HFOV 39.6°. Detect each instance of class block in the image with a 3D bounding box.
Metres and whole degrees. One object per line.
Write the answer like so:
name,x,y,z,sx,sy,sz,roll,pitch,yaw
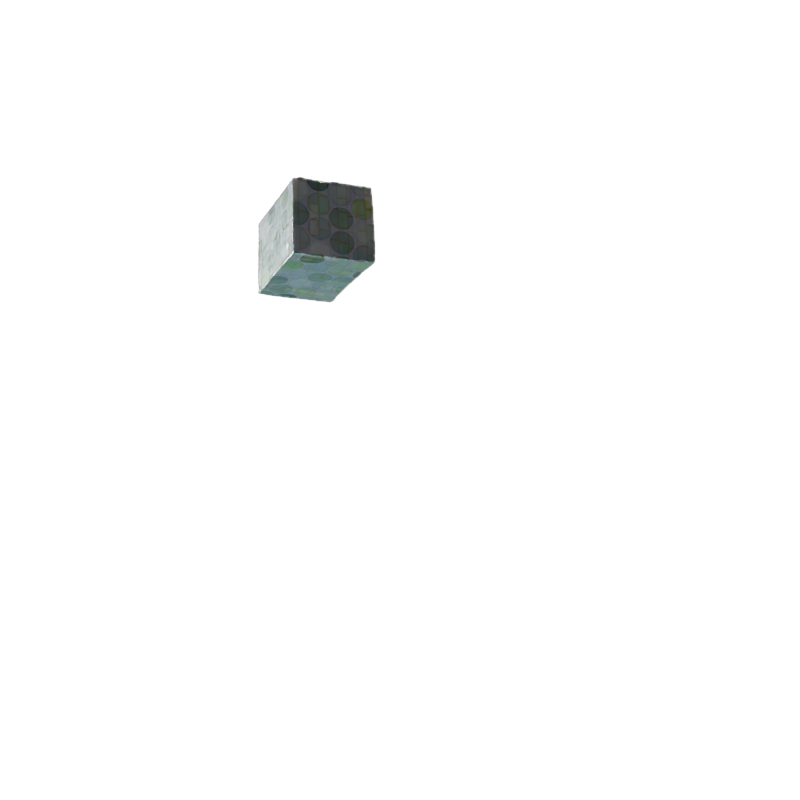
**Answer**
block,-0.054,-0.099,0.694,0.051,0.054,0.077,7,-18,-22
